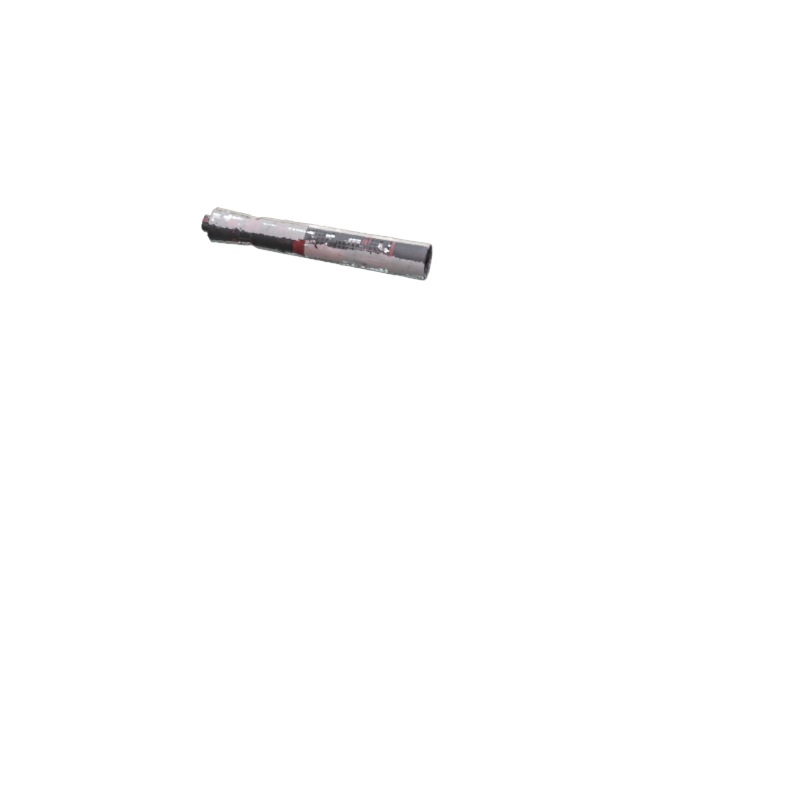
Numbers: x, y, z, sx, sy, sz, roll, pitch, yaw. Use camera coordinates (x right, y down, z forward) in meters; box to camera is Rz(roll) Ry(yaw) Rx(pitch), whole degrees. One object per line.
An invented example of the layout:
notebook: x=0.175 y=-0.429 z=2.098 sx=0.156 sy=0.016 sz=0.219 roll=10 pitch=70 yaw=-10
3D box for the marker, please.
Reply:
marker: x=-0.044 y=-0.081 z=0.567 sx=0.124 sy=0.020 sz=0.019 roll=12 pitch=7 yaw=15
